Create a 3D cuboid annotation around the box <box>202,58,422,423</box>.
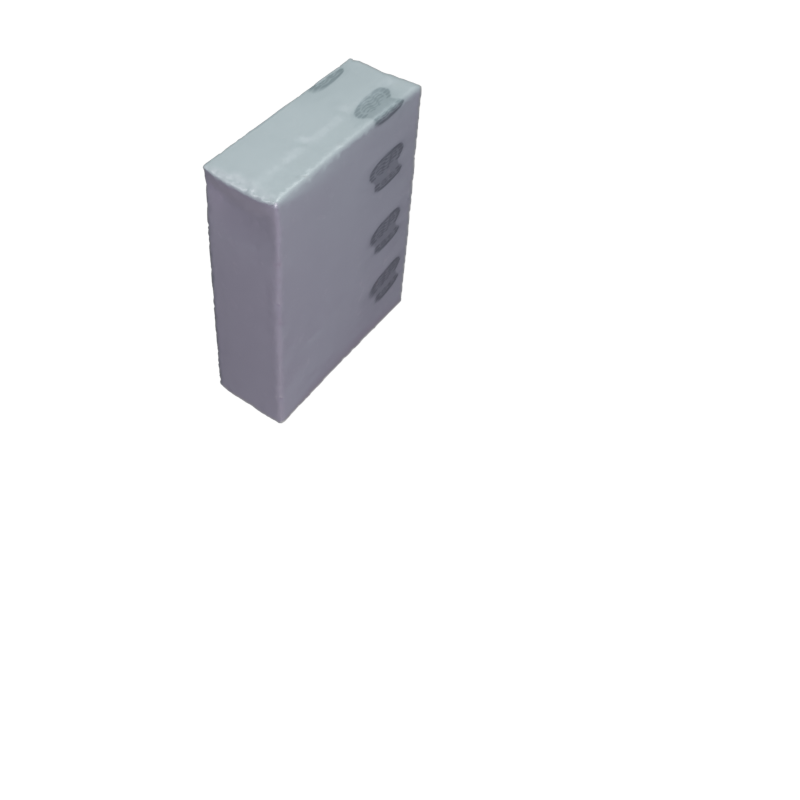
[{"bbox_3d":[-0.063,-0.114,0.801,0.075,0.199,0.167,27,51,21],"label":"box"}]
